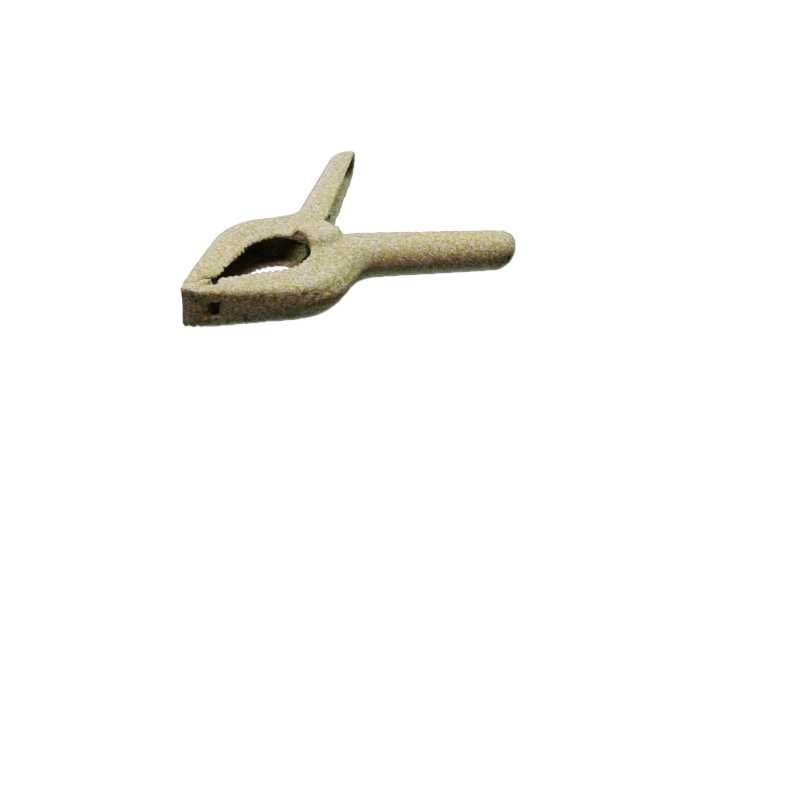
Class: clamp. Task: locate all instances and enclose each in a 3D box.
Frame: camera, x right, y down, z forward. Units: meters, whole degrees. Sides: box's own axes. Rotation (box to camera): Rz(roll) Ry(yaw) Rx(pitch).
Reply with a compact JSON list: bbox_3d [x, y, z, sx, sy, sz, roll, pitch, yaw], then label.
[{"bbox_3d":[-0.056,-0.101,0.711,0.208,0.034,0.177,-23,42,-28],"label":"clamp"}]
